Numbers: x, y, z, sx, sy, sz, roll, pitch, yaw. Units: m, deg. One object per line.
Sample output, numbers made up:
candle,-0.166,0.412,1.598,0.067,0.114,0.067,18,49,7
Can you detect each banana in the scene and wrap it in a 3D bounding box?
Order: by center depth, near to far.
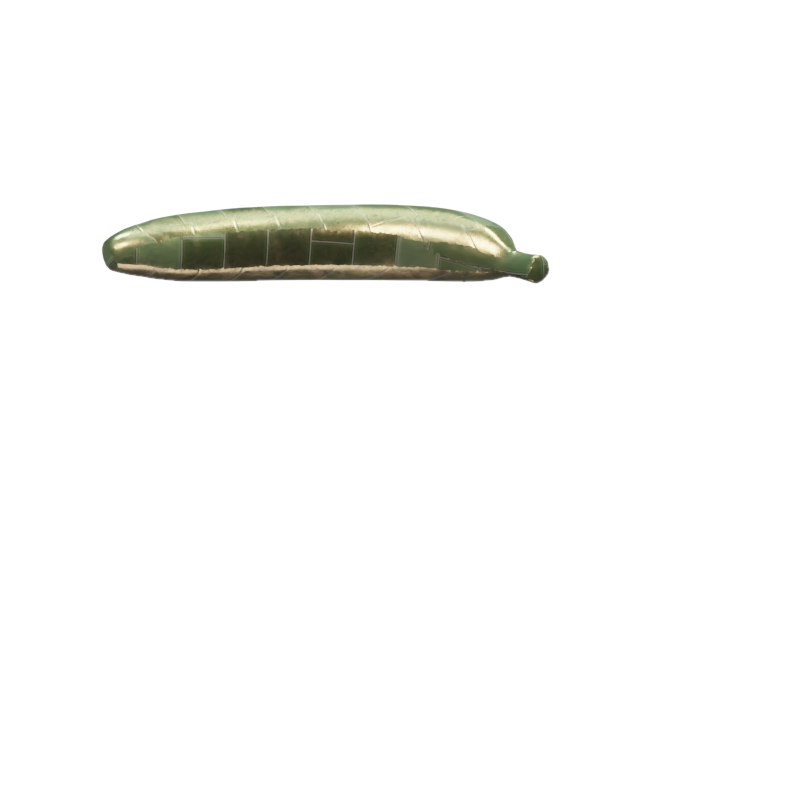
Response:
banana,-0.035,-0.073,0.516,0.199,0.037,0.069,1,5,5
